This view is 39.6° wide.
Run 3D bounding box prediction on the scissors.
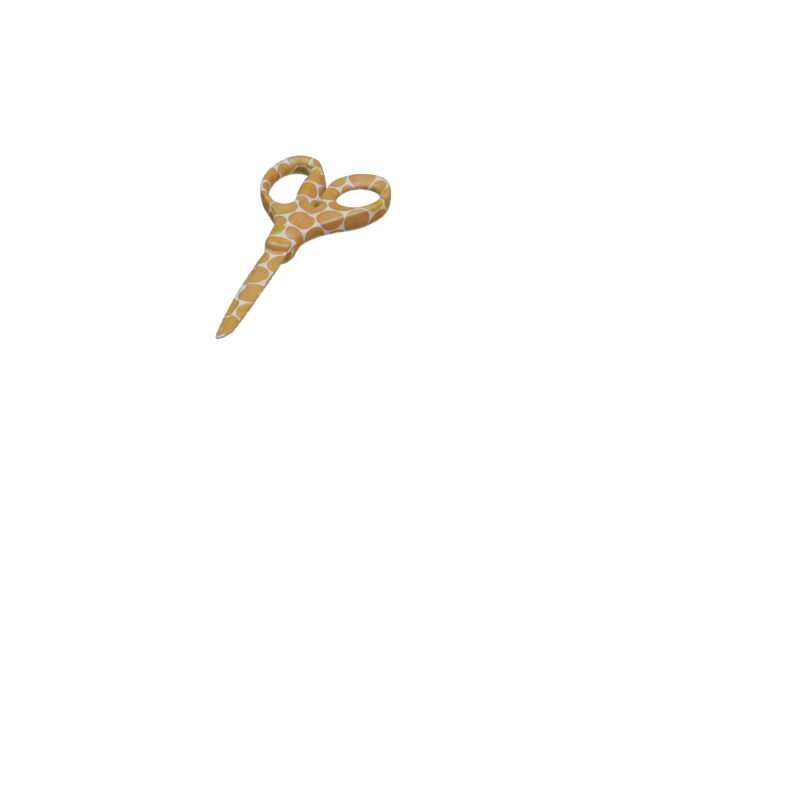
[{"bbox_3d":[-0.054,-0.098,0.686,0.096,0.015,0.215,0,38,0],"label":"scissors"}]
